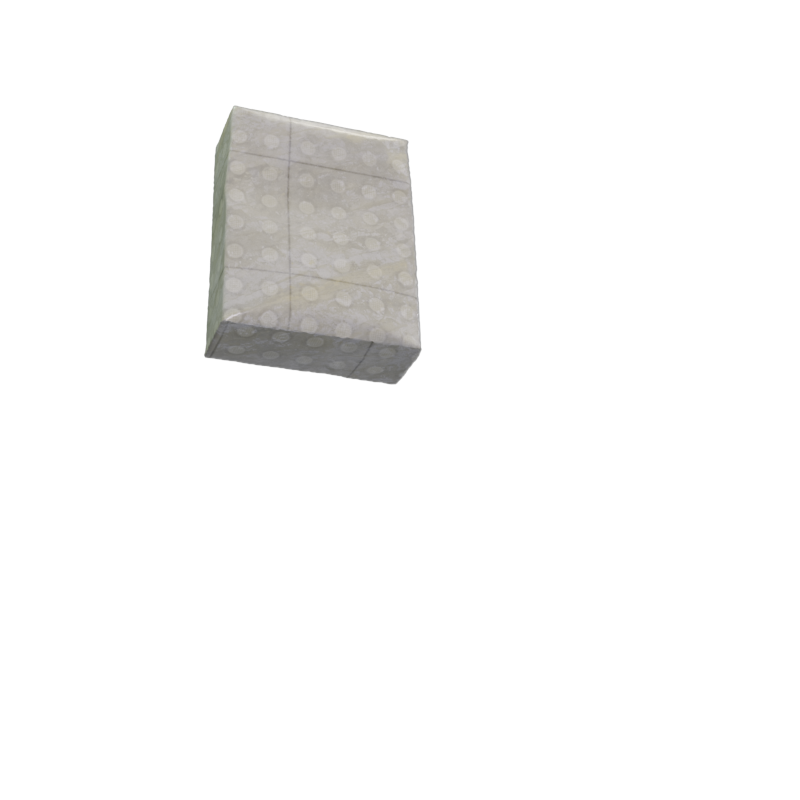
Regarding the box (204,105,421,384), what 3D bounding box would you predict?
[{"bbox_3d":[-0.072,-0.131,0.917,0.160,0.228,0.069,8,-32,-16],"label":"box"}]
